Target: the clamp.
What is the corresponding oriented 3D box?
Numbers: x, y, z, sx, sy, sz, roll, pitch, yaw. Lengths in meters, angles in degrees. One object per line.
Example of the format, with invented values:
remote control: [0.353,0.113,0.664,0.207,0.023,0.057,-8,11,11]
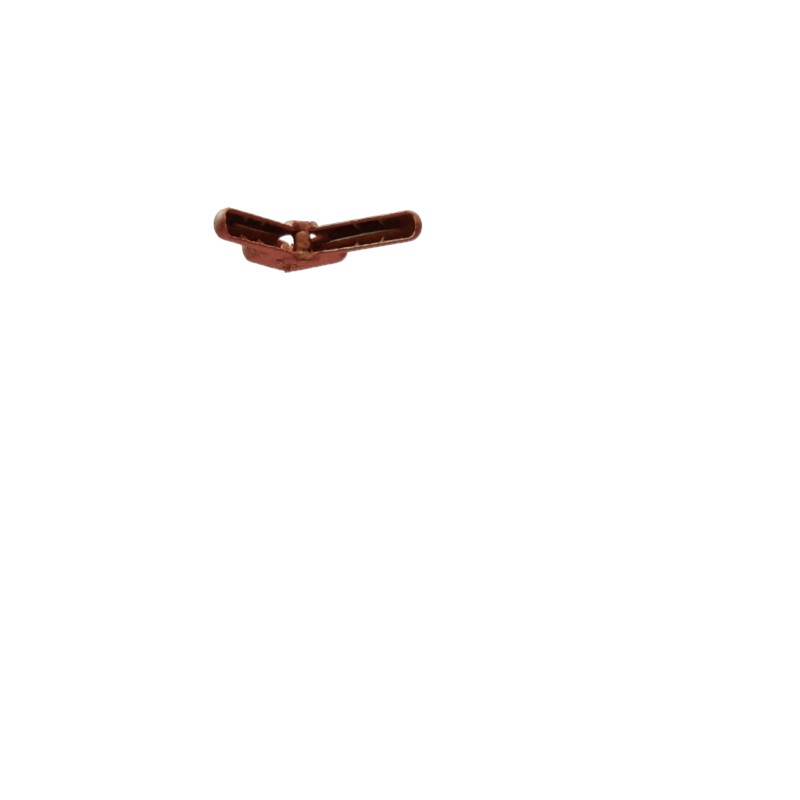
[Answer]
clamp: [-0.074,-0.136,0.951,0.163,0.037,0.209,0,-1,-6]
